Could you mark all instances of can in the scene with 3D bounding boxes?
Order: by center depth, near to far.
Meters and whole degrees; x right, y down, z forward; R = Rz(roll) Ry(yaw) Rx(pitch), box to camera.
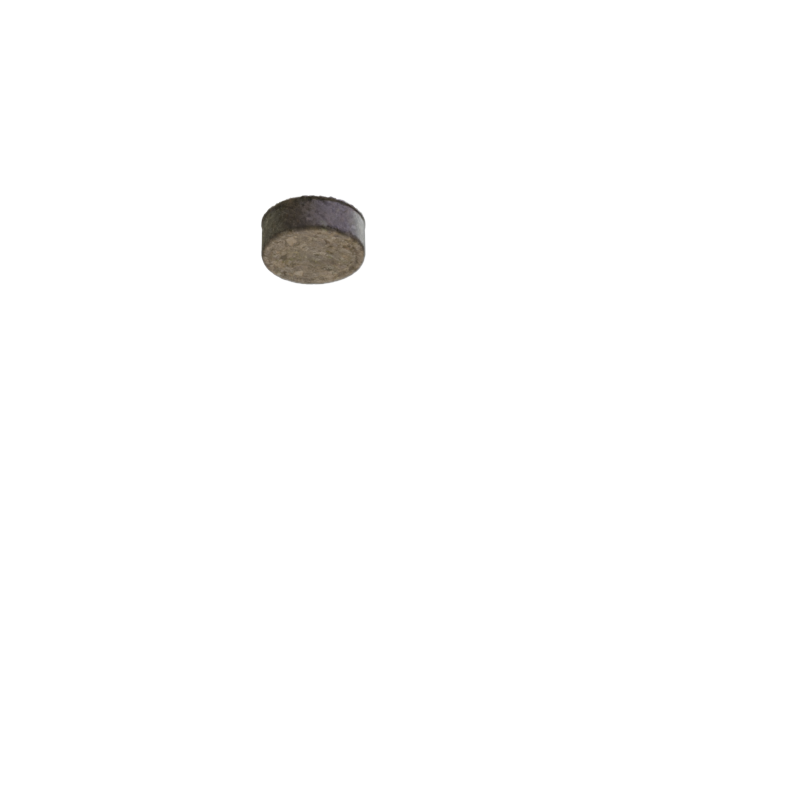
[{"bbox_3d":[-0.070,-0.129,0.901,0.086,0.036,0.081,1,-27,-2],"label":"can"}]
